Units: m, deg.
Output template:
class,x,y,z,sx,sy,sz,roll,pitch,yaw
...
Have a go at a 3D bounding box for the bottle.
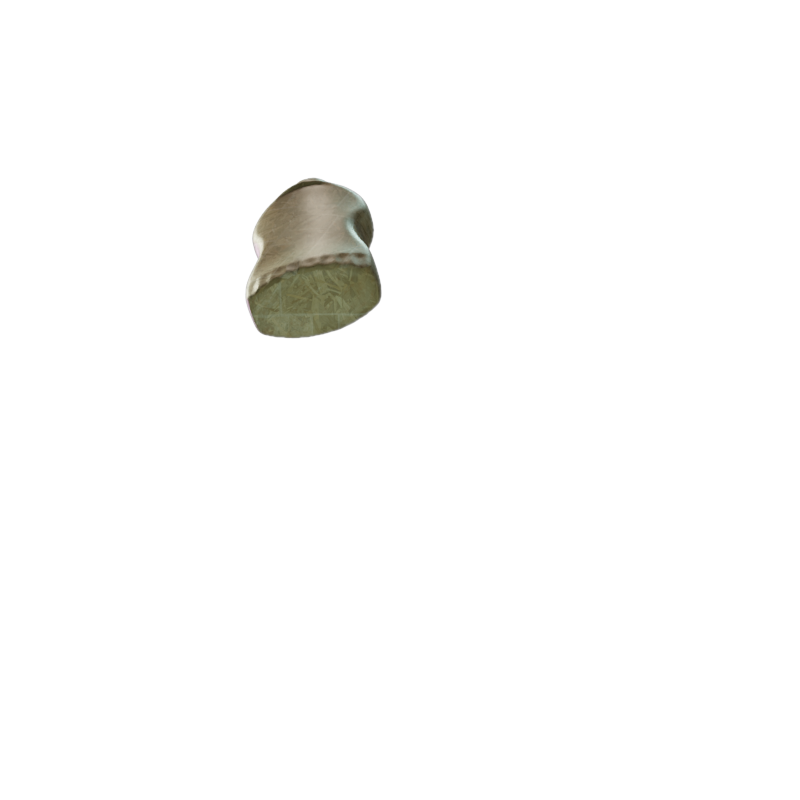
class,x,y,z,sx,sy,sz,roll,pitch,yaw
bottle,-0.068,-0.124,0.868,0.096,0.054,0.204,-16,33,7
